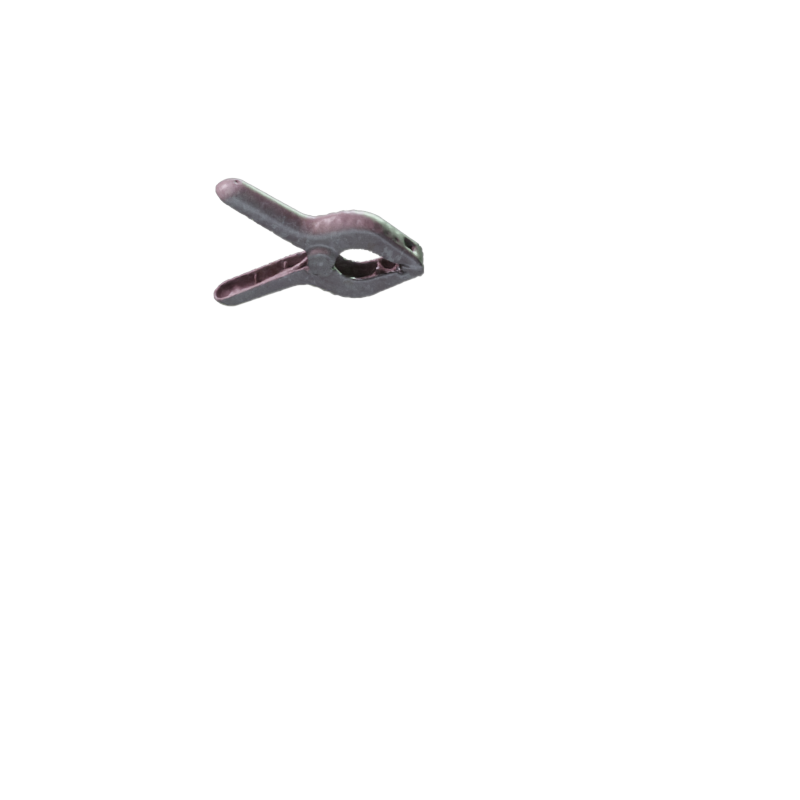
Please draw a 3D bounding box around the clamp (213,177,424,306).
[{"bbox_3d":[-0.068,-0.123,0.863,0.172,0.042,0.111,-3,-42,3],"label":"clamp"}]
